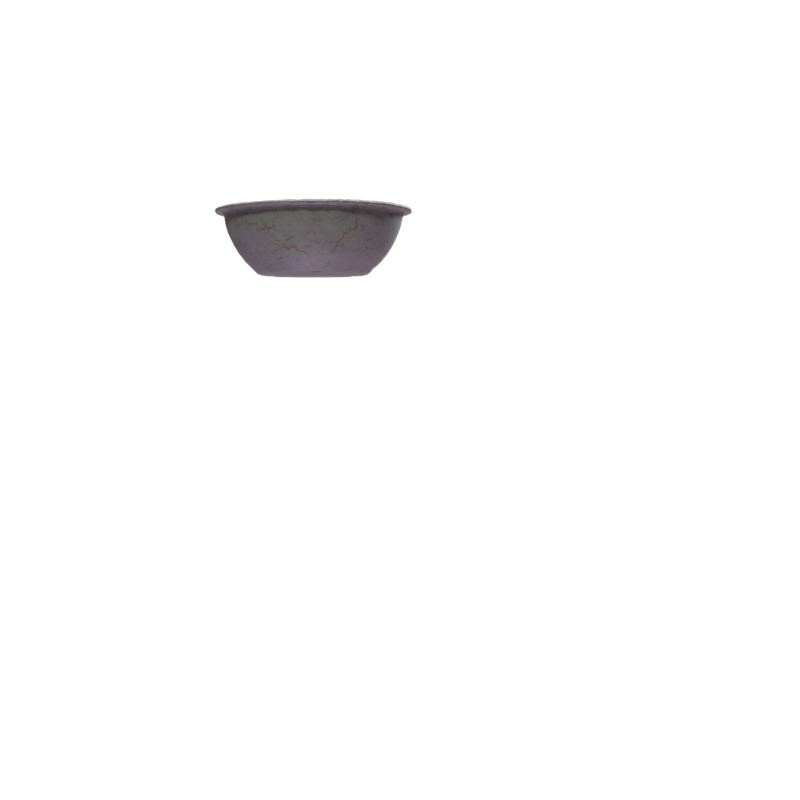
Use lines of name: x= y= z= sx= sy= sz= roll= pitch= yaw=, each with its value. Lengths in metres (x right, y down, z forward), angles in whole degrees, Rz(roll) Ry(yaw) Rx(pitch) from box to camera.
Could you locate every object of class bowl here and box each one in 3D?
bowl: x=-0.071 y=-0.130 z=0.910 sx=0.162 sy=0.055 sz=0.162 roll=0 pitch=3 yaw=-2
